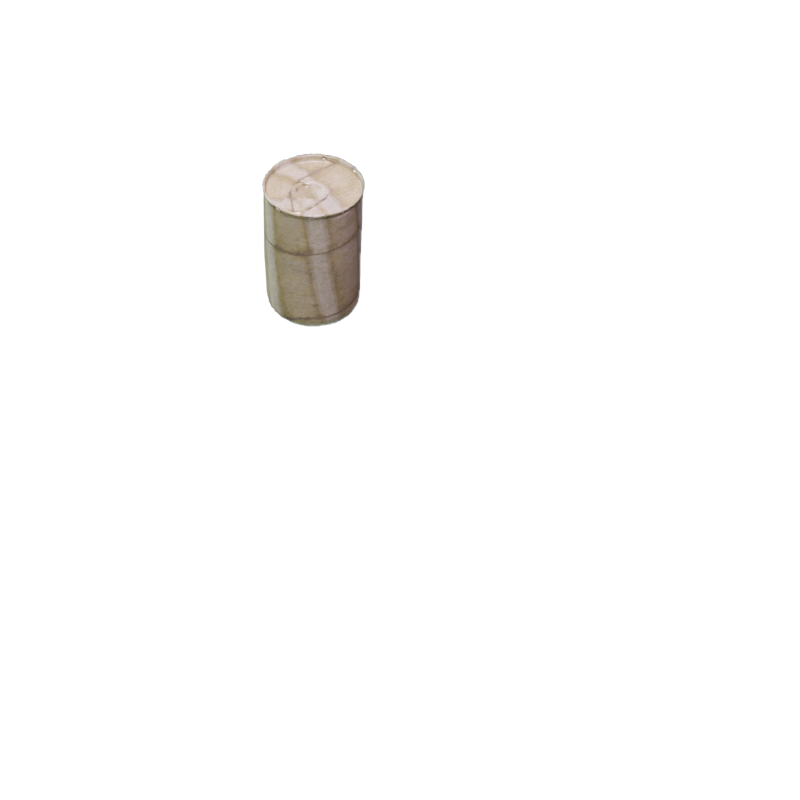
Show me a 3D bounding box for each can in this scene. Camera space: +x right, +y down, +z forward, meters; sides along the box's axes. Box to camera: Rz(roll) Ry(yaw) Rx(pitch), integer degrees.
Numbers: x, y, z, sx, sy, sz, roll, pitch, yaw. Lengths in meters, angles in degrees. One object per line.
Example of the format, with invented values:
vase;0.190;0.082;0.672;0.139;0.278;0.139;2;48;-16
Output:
can;-0.060;-0.109;0.766;0.068;0.095;0.074;0;44;-3
